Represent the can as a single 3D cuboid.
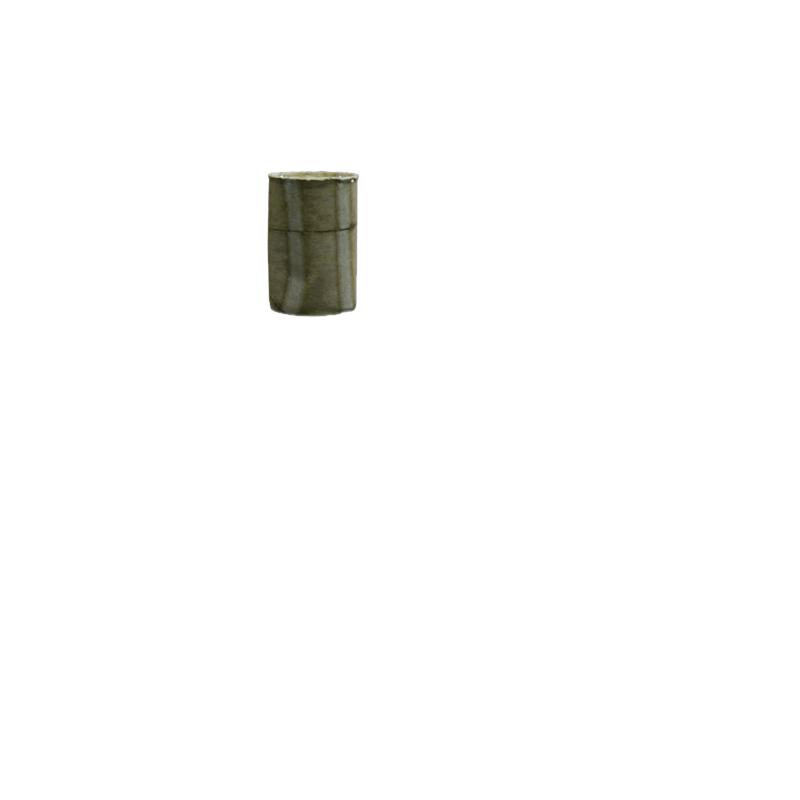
[{"bbox_3d":[-0.065,-0.119,0.832,0.068,0.100,0.070,0,10,-2],"label":"can"}]
